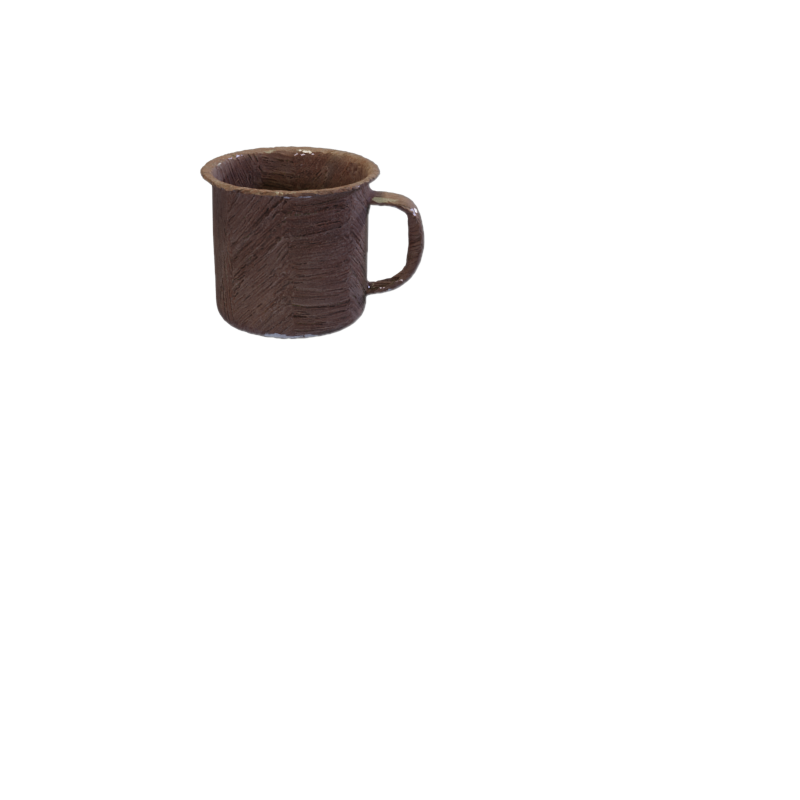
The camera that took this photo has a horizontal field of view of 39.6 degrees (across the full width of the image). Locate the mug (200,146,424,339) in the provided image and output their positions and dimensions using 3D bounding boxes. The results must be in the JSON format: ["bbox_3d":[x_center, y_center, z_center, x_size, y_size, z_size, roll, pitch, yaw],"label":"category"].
[{"bbox_3d":[-0.046,-0.084,0.587,0.117,0.078,0.098,1,23,1],"label":"mug"}]
